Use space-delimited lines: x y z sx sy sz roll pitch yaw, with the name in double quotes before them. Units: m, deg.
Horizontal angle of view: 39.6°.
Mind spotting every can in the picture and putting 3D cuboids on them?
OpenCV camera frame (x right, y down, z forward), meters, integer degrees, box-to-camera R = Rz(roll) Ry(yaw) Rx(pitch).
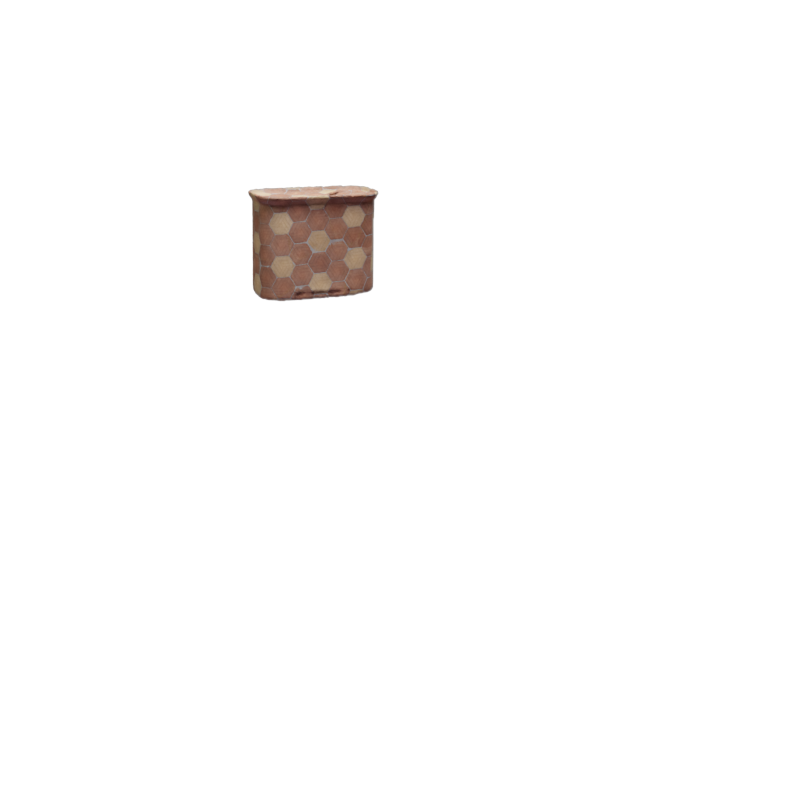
"can" -0.070 -0.128 0.897 0.100 0.082 0.060 -5 14 -20
